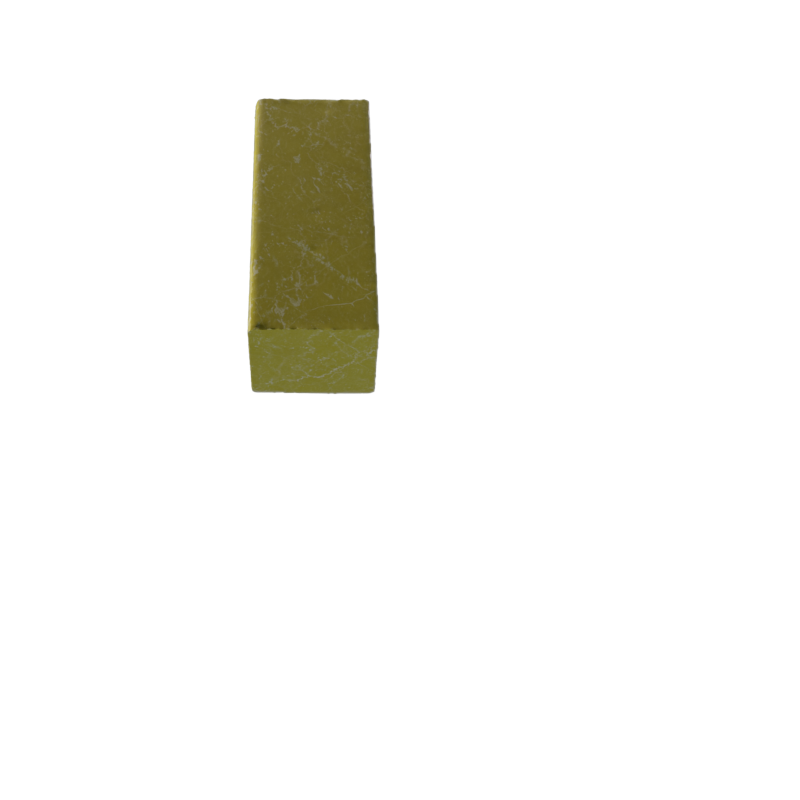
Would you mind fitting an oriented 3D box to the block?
[{"bbox_3d":[-0.065,-0.117,0.821,0.090,0.220,0.085,-1,-33,-3],"label":"block"}]
